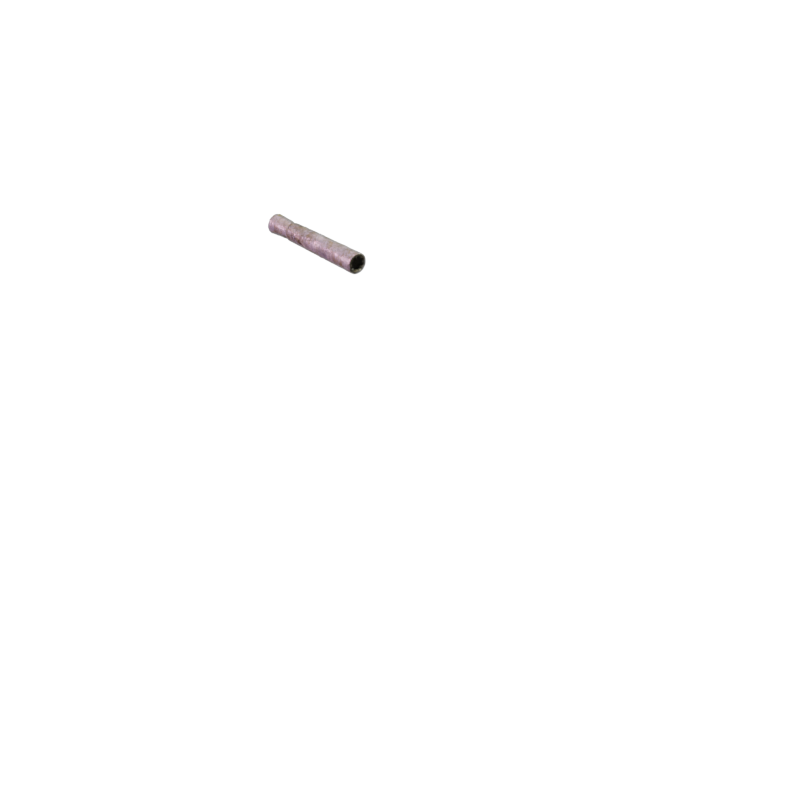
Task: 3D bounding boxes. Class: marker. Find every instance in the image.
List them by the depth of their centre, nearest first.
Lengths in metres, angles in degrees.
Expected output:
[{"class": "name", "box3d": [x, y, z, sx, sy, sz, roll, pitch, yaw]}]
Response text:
[{"class": "marker", "box3d": [-0.076, -0.138, 0.968, 0.019, 0.019, 0.129, -3, 25, -41]}]
